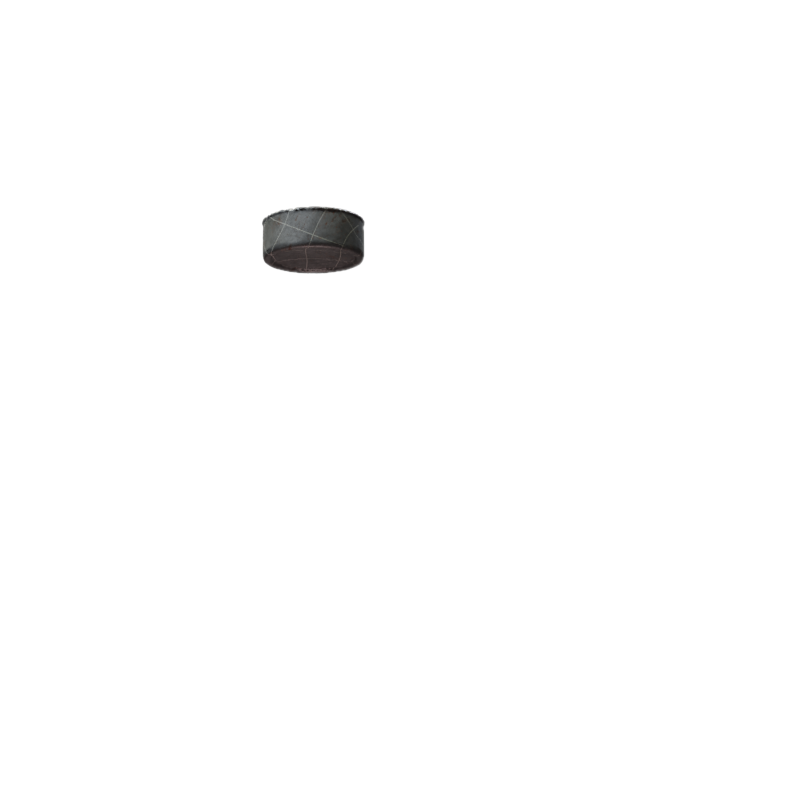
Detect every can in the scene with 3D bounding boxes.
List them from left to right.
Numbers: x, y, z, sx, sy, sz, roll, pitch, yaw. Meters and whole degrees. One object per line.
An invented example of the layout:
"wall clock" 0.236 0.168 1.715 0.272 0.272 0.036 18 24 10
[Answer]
"can" -0.072 -0.132 0.922 0.086 0.035 0.083 0 -10 -2
